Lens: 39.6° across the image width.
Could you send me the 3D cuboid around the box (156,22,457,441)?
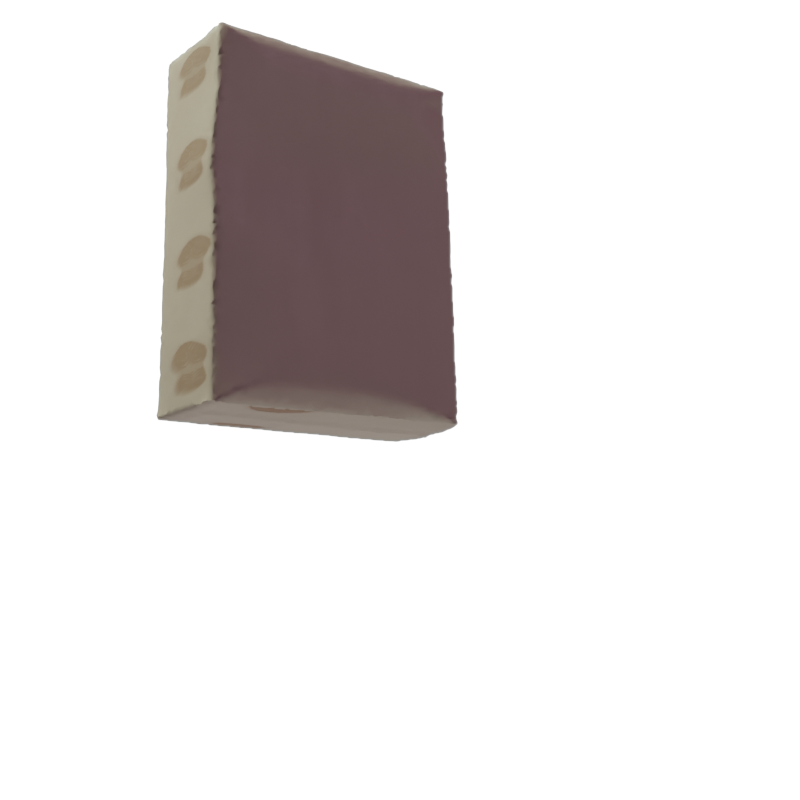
[{"bbox_3d":[-0.050,-0.091,0.637,0.157,0.223,0.072,9,-20,-33],"label":"box"}]
